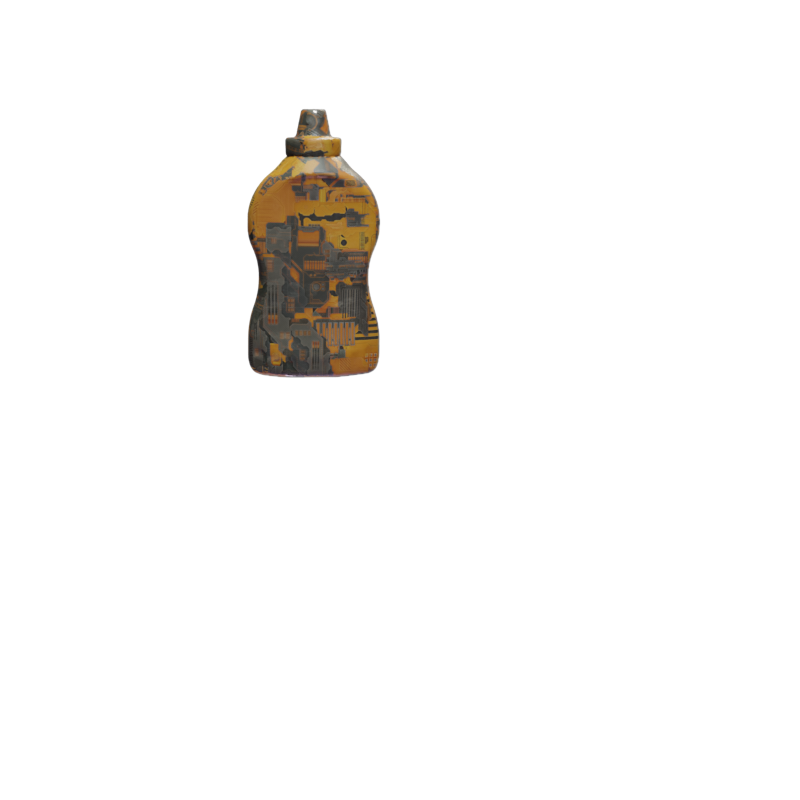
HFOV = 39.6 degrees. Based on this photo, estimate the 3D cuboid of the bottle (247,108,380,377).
[{"bbox_3d":[-0.063,-0.115,0.807,0.096,0.188,0.060,0,7,-3],"label":"bottle"}]
